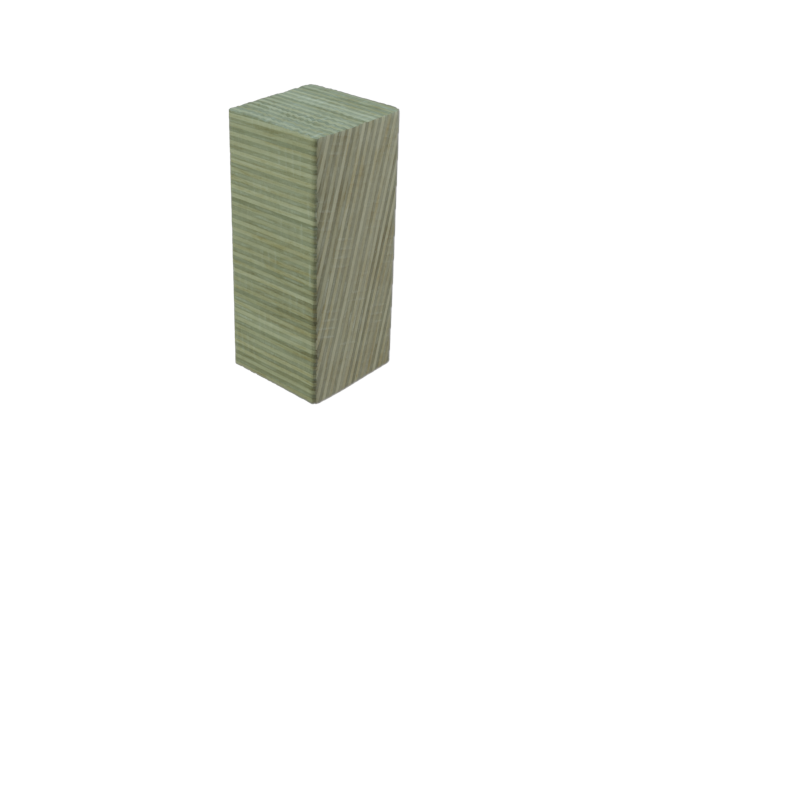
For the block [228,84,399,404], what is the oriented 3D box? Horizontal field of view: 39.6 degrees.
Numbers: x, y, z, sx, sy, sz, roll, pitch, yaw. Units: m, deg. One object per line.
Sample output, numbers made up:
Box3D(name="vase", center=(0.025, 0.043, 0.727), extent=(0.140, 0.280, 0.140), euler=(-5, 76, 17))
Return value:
Box3D(name="block", center=(-0.064, -0.117, 0.820), extent=(0.096, 0.195, 0.090), euler=(23, 34, 36))
